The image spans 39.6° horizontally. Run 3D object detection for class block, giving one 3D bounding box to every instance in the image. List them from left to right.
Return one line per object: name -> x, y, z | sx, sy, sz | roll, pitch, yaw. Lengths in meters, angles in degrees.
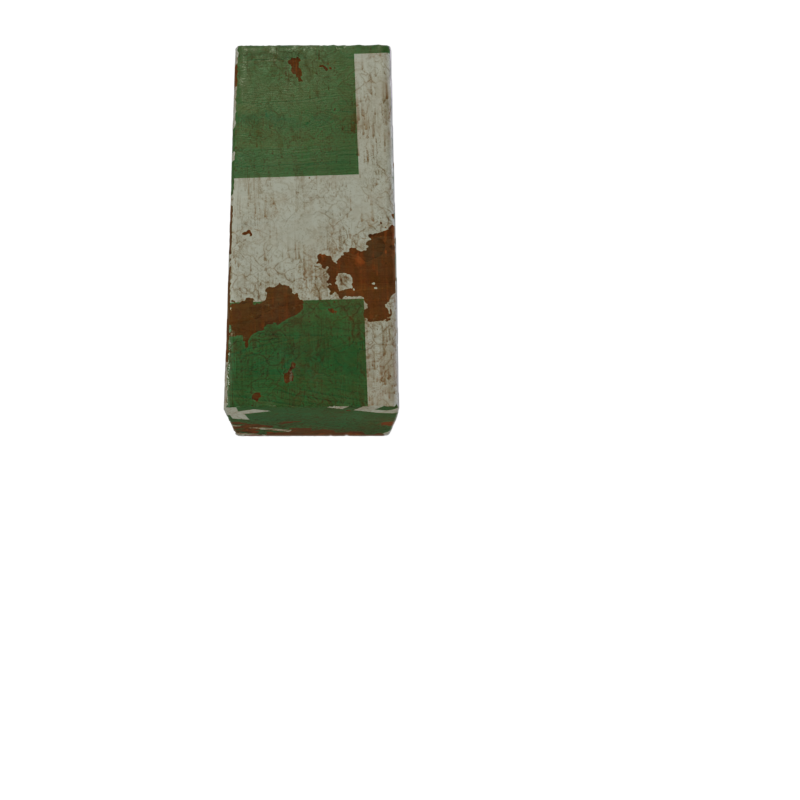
block -> -0.049, -0.090, 0.630 | 0.091, 0.215, 0.086 | -1, -18, -2
